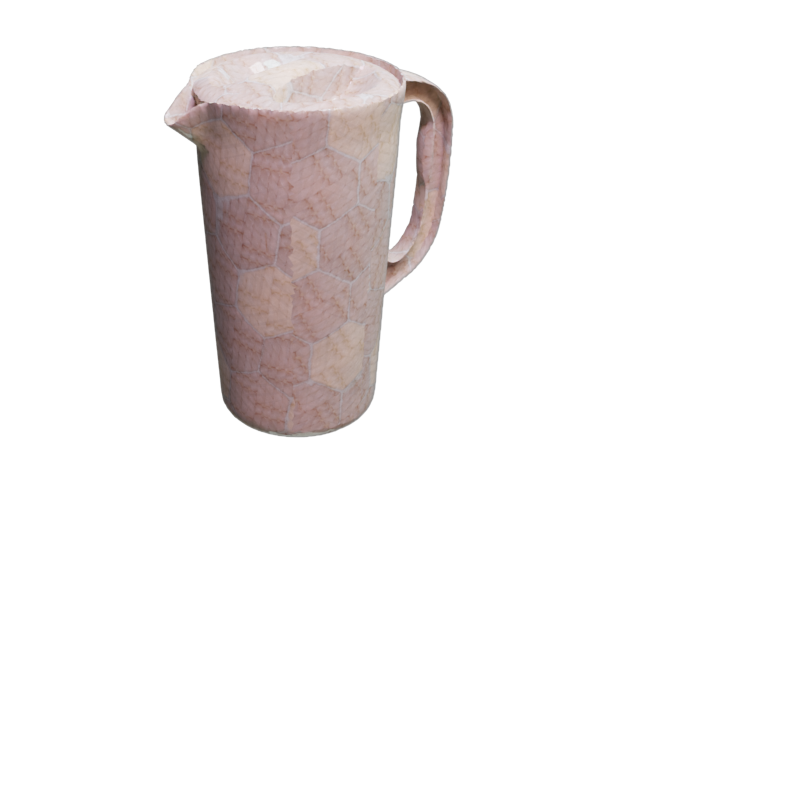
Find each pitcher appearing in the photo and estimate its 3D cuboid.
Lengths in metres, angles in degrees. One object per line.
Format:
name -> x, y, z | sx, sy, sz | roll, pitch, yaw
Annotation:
pitcher -> -0.057, -0.104, 0.729 | 0.154, 0.229, 0.149 | 11, 31, 17
